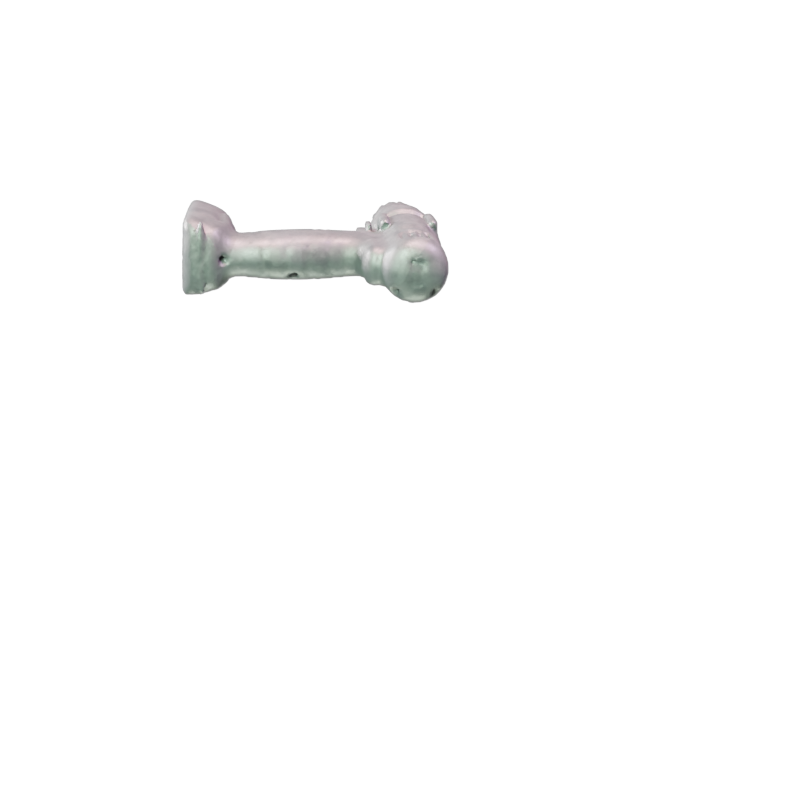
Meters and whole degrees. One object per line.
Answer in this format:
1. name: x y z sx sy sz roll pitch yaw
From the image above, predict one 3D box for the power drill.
1. power drill: -0.064 -0.117 0.819 0.187 0.056 0.191 -1 17 -3
